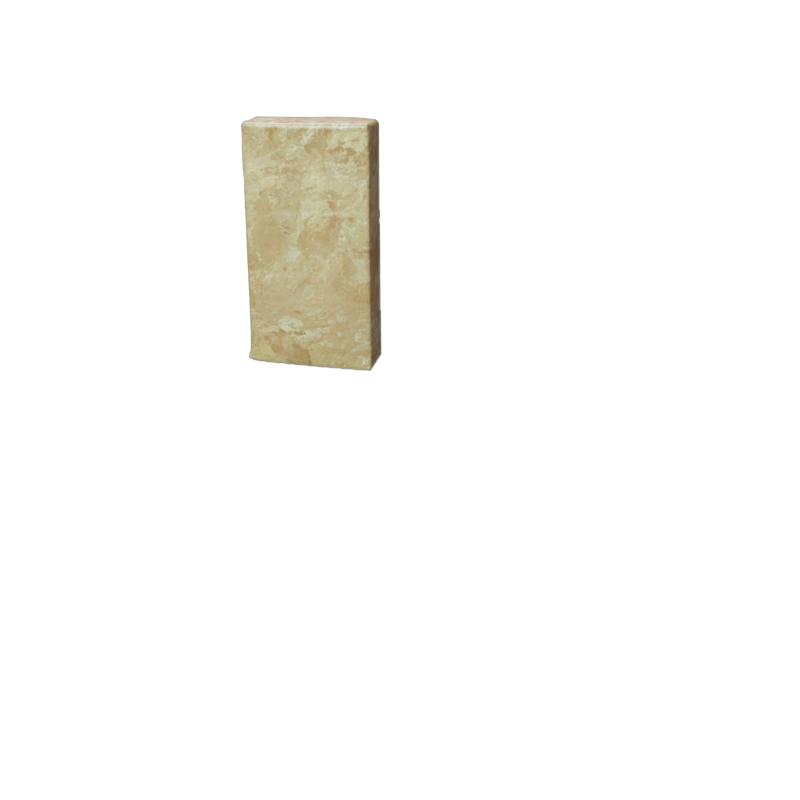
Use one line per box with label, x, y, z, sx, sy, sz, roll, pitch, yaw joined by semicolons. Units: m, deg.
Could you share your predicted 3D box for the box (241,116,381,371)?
box;-0.062;-0.113;0.790;0.095;0.171;0.048;4;12;14
